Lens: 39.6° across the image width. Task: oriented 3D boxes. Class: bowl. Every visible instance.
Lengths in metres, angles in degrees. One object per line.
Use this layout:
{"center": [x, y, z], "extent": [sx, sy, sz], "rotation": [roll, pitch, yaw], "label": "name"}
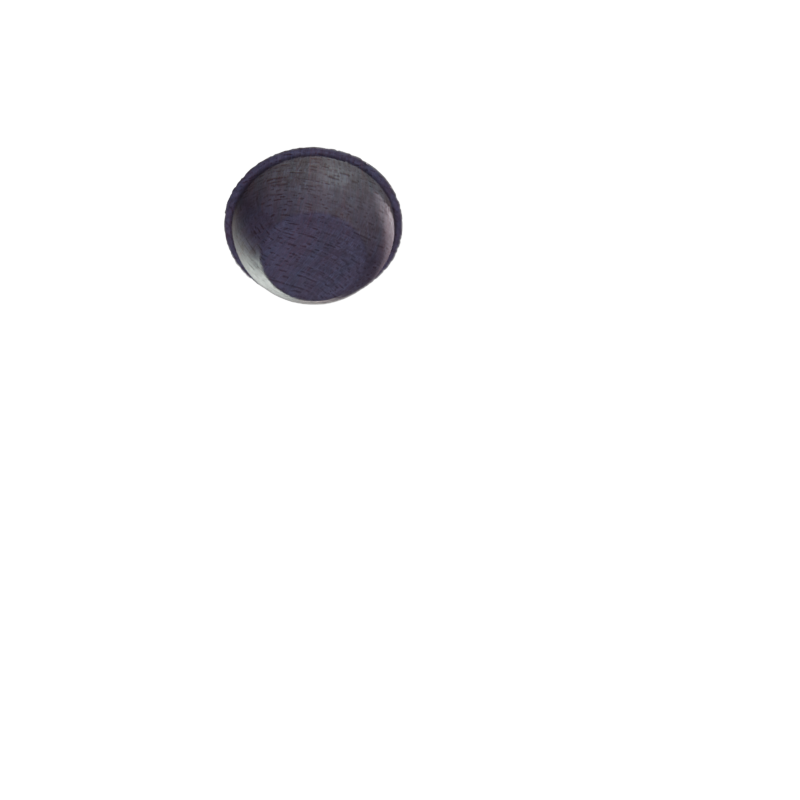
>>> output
{"center": [-0.077, -0.140, 0.978], "extent": [0.162, 0.152, 0.059], "rotation": [1, 35, -1], "label": "bowl"}
